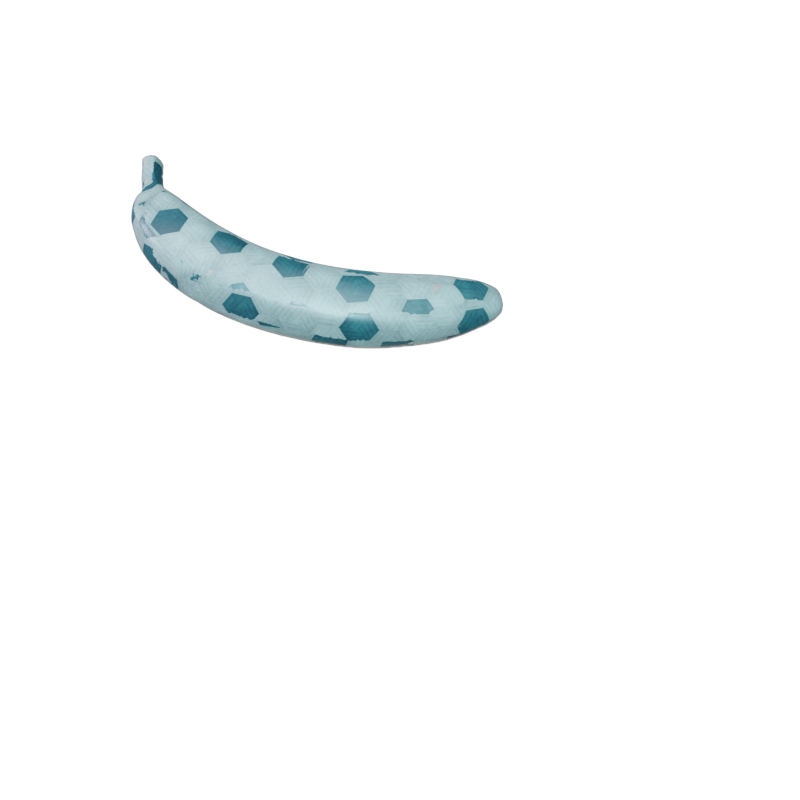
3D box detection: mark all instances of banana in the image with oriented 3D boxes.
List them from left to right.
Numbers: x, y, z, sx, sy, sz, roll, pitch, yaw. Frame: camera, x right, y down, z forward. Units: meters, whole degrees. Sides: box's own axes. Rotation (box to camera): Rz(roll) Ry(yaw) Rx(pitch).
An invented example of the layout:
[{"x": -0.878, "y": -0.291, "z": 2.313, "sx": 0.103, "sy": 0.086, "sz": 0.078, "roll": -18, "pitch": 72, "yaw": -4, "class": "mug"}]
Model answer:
[{"x": -0.053, "y": -0.062, "z": 0.528, "sx": 0.203, "sy": 0.072, "sz": 0.035, "roll": 24, "pitch": -25, "yaw": 12, "class": "banana"}]
